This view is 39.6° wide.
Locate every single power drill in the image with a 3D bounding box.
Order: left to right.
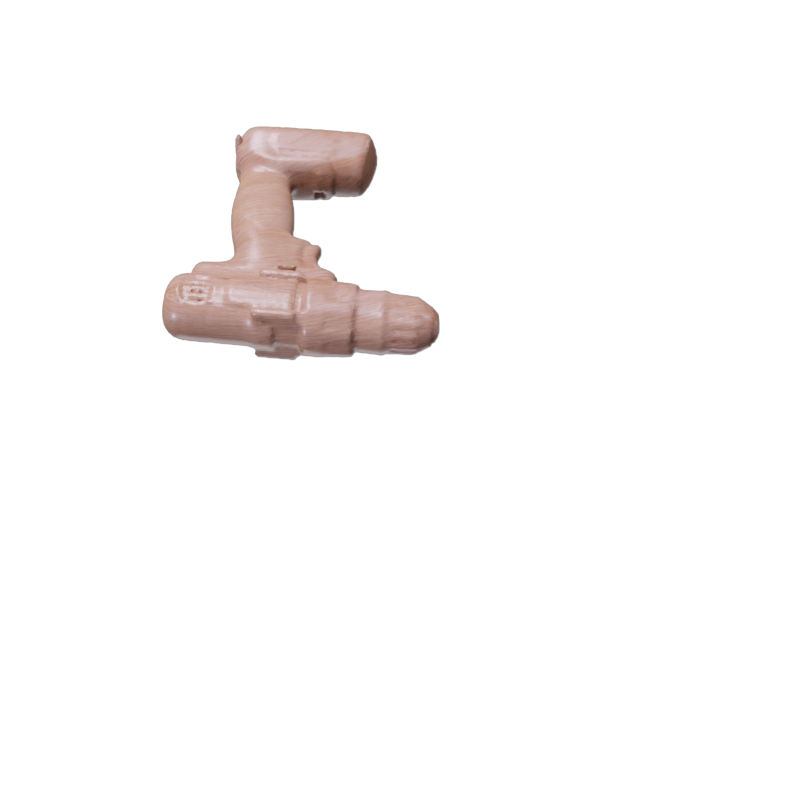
[{"bbox_3d":[-0.061,-0.111,0.781,0.186,0.200,0.053,5,-41,4],"label":"power drill"}]
